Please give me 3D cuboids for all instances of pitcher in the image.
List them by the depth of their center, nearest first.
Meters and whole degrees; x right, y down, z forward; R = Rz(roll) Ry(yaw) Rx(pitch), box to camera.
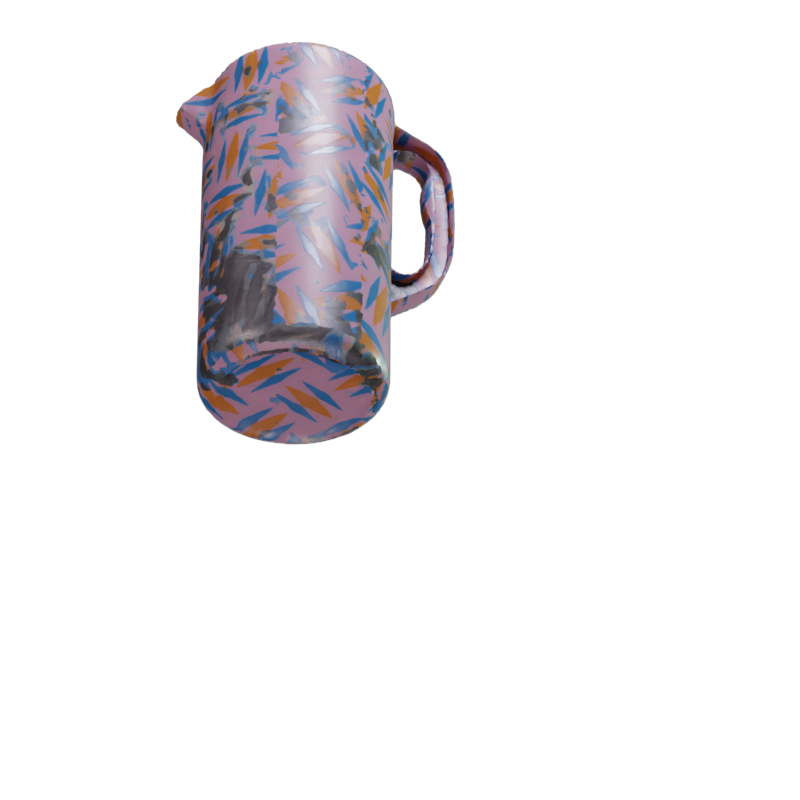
[{"bbox_3d":[-0.054,-0.099,0.692,0.150,0.261,0.134,-20,-42,20],"label":"pitcher"}]
